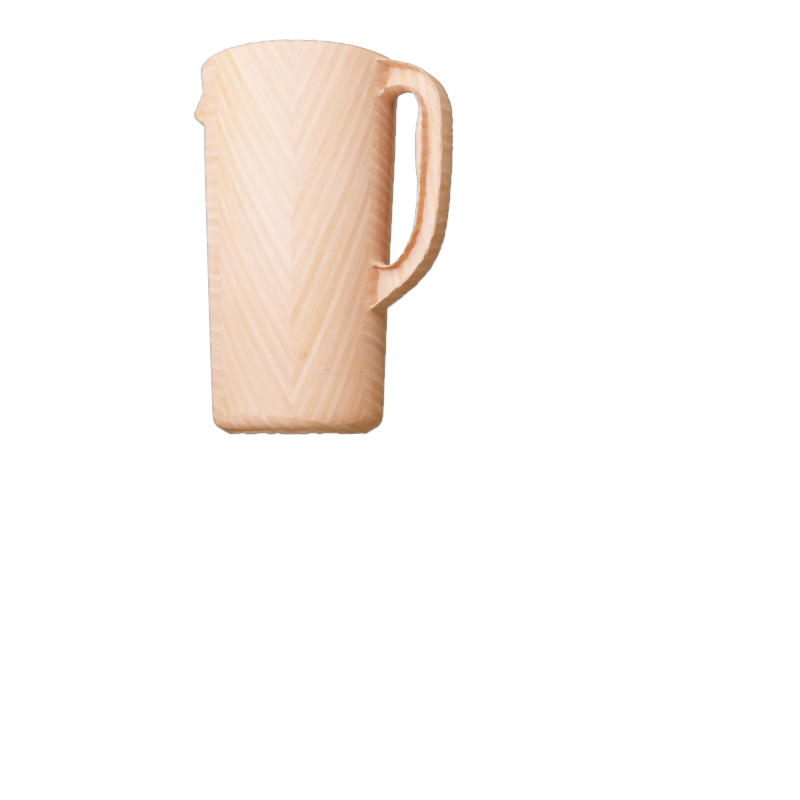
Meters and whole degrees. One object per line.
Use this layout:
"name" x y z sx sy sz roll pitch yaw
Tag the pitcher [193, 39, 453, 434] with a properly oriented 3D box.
"pitcher" -0.056 -0.101 0.711 0.142 0.249 0.150 2 -8 -18
